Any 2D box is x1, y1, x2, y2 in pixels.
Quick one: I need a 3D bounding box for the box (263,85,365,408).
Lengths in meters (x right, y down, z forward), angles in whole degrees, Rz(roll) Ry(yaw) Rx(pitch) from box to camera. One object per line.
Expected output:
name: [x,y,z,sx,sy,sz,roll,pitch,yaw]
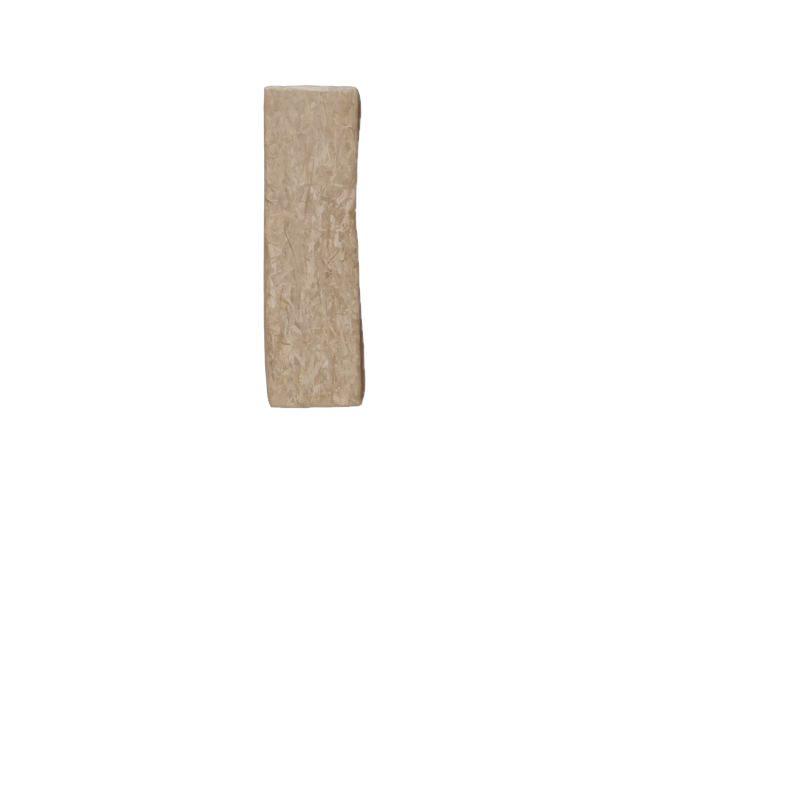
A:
box: [-0.063,-0.115,0.807,0.071,0.212,0.167,0,6,-5]
